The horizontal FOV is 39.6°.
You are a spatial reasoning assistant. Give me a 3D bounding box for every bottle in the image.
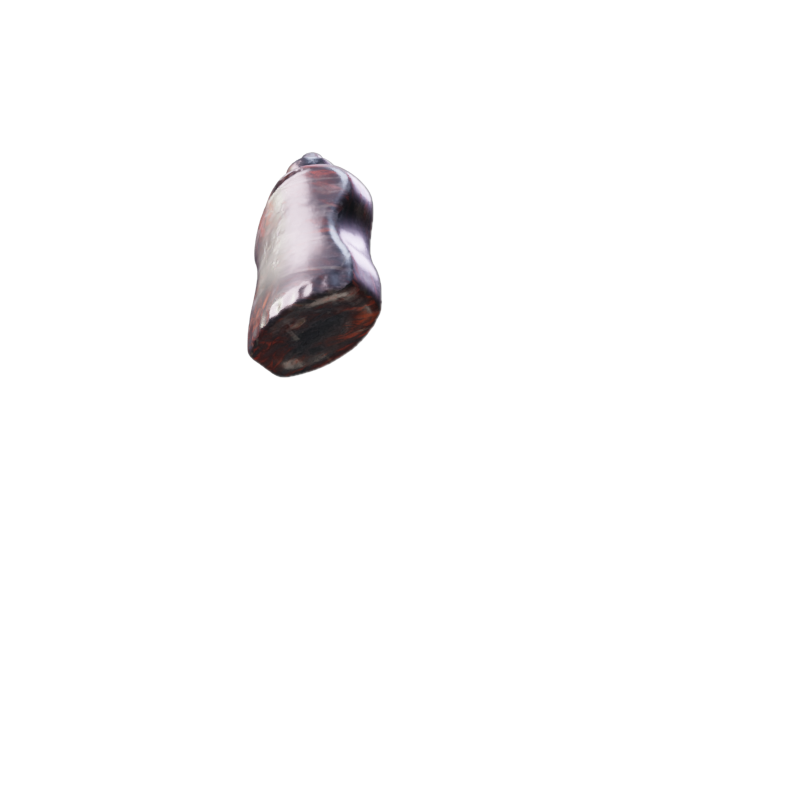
[{"bbox_3d":[-0.062,-0.112,0.783,0.095,0.206,0.055,-34,-53,27],"label":"bottle"}]
